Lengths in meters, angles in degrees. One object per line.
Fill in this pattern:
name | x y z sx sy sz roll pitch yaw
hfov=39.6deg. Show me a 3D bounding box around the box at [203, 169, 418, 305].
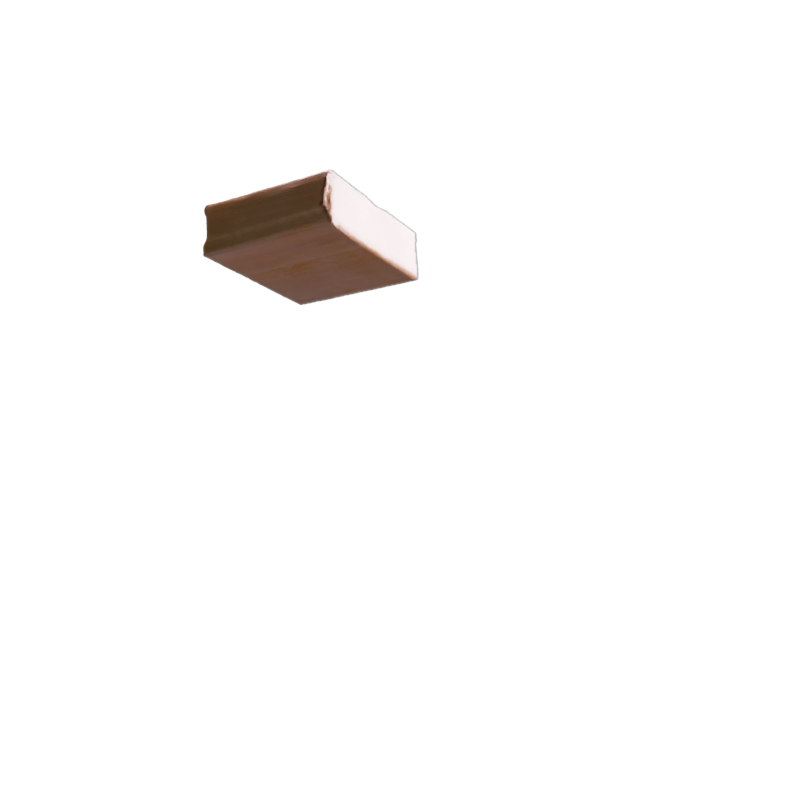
box | -0.043 -0.079 0.552 0.074 0.032 0.083 -10 -20 29
